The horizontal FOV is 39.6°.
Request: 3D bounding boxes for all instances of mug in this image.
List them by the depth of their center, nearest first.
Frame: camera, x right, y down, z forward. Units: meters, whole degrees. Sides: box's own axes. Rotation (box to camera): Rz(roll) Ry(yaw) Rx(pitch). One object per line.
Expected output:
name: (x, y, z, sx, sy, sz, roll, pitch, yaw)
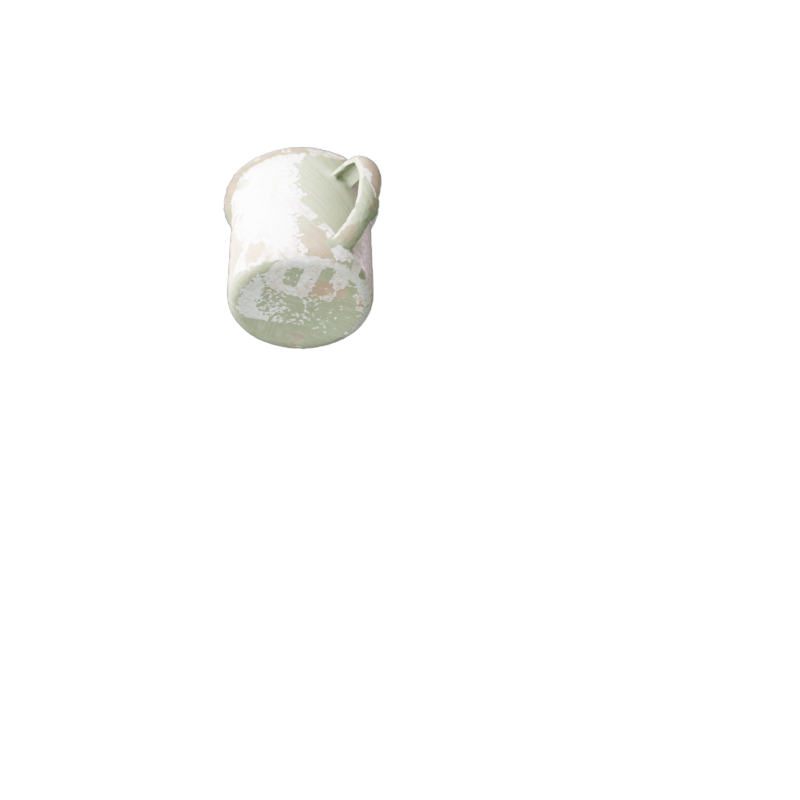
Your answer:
mug: (-0.049, -0.090, 0.629, 0.088, 0.087, 0.115, 28, -49, -29)
